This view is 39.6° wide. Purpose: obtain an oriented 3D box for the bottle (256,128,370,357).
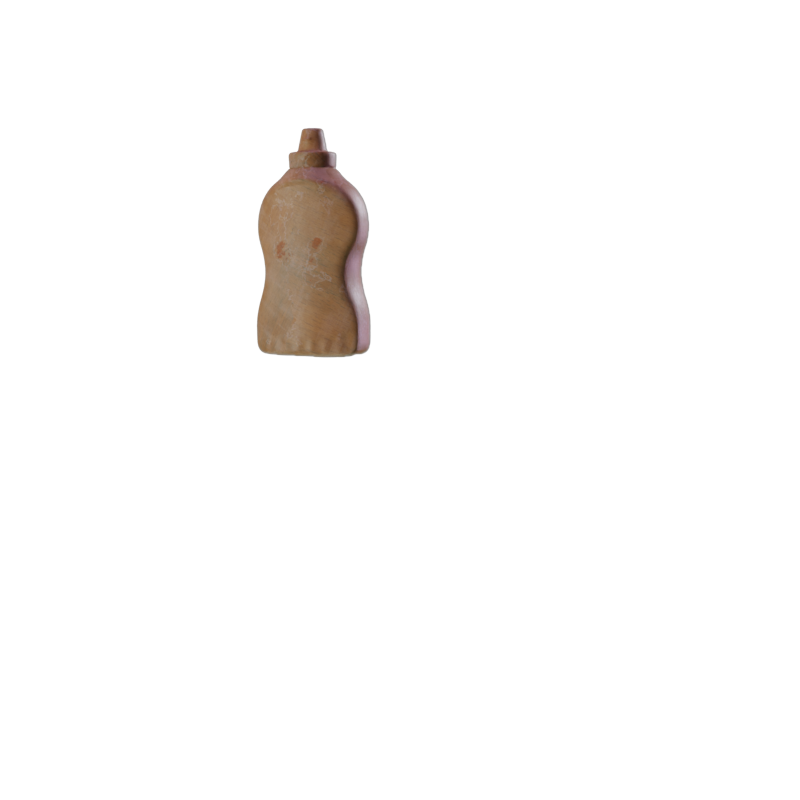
[{"bbox_3d":[-0.074,-0.134,0.942,0.099,0.192,0.056,0,0,26],"label":"bottle"}]
